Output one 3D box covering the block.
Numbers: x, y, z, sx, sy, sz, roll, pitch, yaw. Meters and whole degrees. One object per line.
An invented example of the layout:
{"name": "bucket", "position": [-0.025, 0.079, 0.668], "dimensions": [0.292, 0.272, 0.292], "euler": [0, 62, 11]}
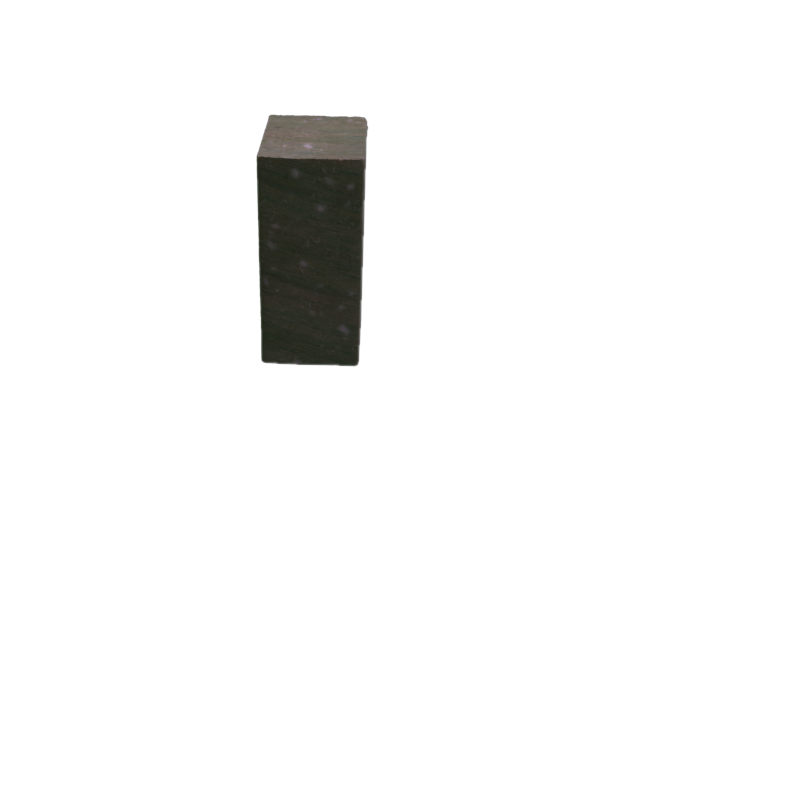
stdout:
{"name": "block", "position": [-0.077, -0.141, 0.986], "dimensions": [0.090, 0.194, 0.096], "euler": [3, 32, 1]}
